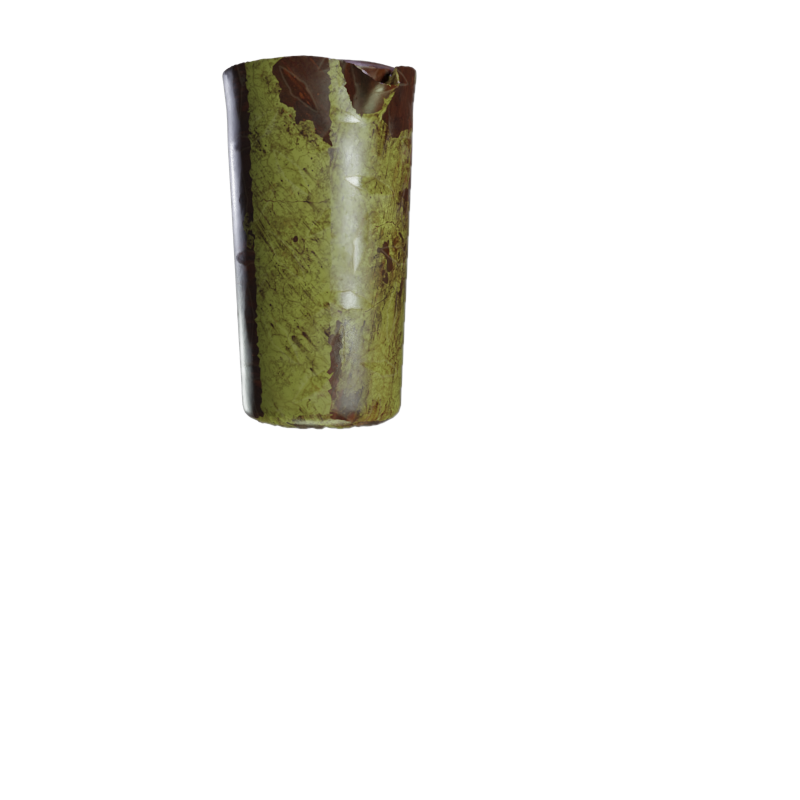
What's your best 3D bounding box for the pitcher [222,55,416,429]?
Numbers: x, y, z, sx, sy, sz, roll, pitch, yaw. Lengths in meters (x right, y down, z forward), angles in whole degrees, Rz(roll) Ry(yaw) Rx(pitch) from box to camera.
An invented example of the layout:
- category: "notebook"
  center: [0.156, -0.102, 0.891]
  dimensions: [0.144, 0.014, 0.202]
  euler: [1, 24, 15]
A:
- category: "pitcher"
  center: [-0.060, -0.109, 0.765]
  dimensions: [0.147, 0.244, 0.147]
  euler: [0, 0, 11]
